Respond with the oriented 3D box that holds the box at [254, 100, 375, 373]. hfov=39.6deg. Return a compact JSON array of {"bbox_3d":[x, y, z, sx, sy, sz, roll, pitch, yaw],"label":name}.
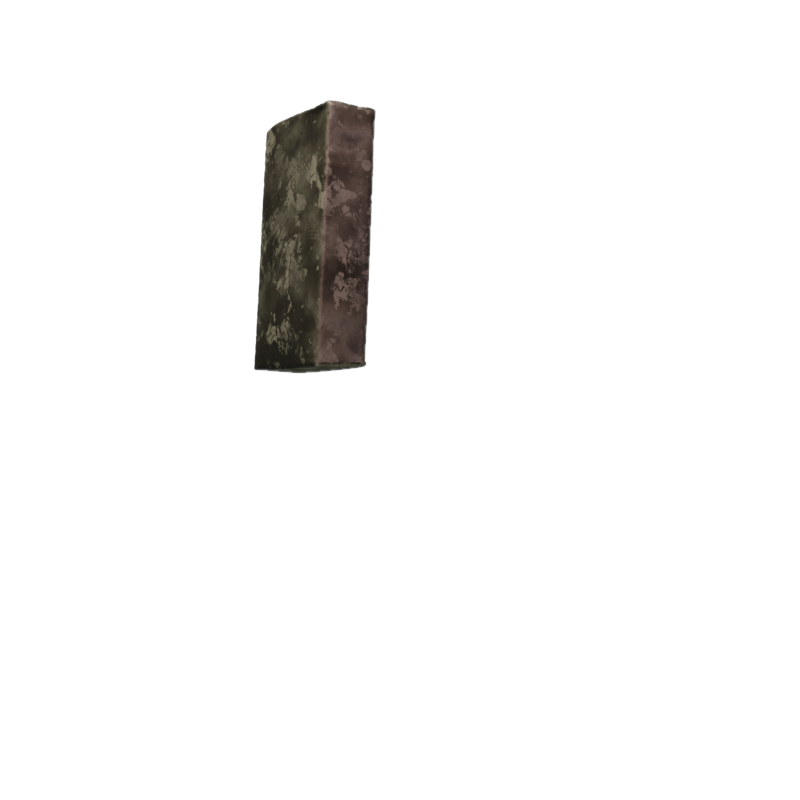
[{"bbox_3d":[-0.060,-0.109,0.761,0.046,0.180,0.095,5,-9,-33],"label":"box"}]
